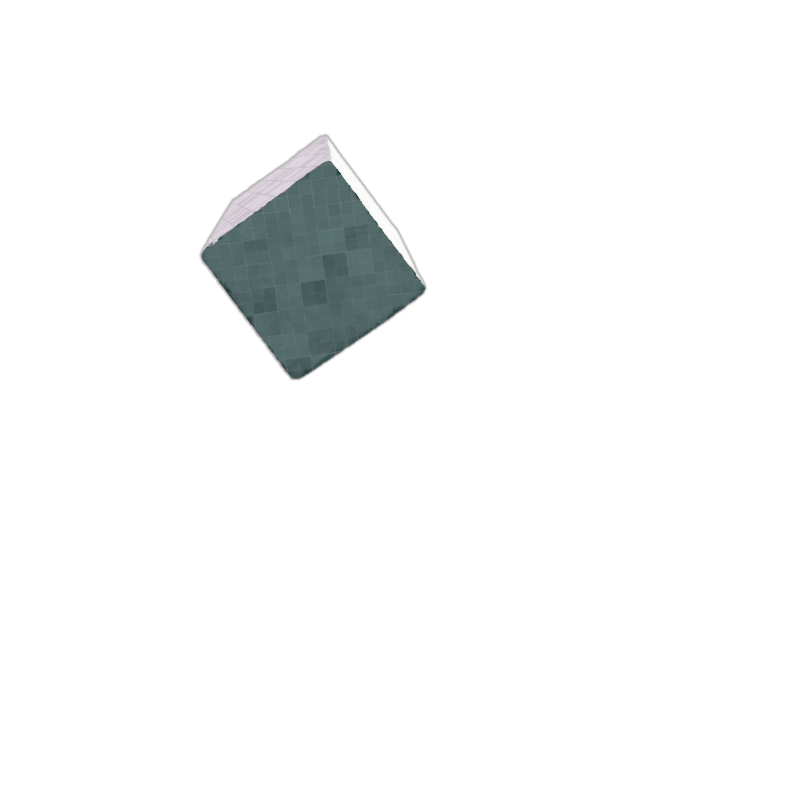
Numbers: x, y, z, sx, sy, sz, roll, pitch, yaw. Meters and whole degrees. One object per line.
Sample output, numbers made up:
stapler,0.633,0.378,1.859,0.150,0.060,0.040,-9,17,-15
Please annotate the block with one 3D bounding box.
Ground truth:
block,-0.054,-0.098,0.689,0.090,0.088,0.213,-35,15,6
